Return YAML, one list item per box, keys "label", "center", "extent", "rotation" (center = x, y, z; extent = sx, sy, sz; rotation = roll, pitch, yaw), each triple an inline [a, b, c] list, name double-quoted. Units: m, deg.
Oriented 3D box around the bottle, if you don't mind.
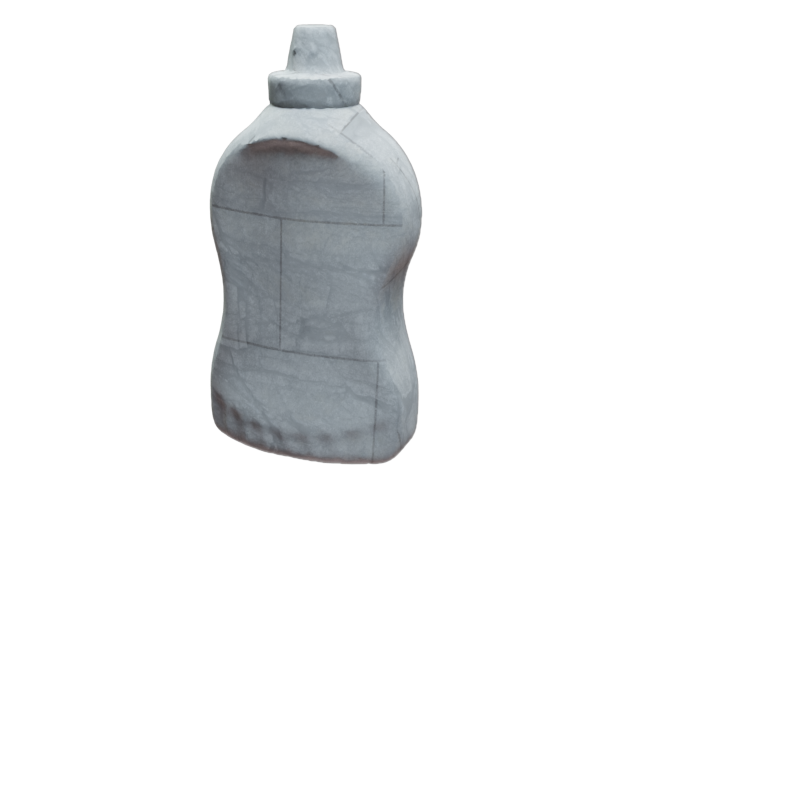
- label: "bottle"
  center: [-0.039, -0.071, 0.500]
  extent: [0.099, 0.185, 0.058]
  rotation: [8, 17, 23]
